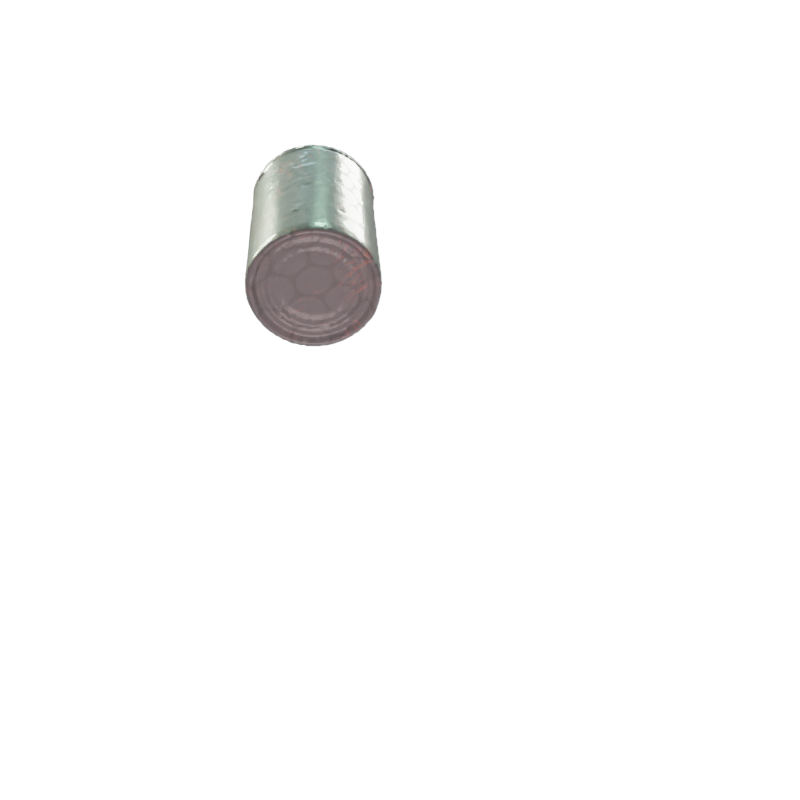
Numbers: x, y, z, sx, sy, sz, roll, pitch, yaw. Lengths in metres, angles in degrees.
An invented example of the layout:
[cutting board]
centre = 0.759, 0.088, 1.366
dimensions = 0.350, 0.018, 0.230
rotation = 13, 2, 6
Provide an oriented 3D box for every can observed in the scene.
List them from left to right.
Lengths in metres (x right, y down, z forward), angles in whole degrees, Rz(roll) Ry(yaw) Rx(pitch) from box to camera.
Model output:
[can]
centre = -0.045, -0.082, 0.578
dimensions = 0.068, 0.064, 0.109
rotation = -1, 32, -3
